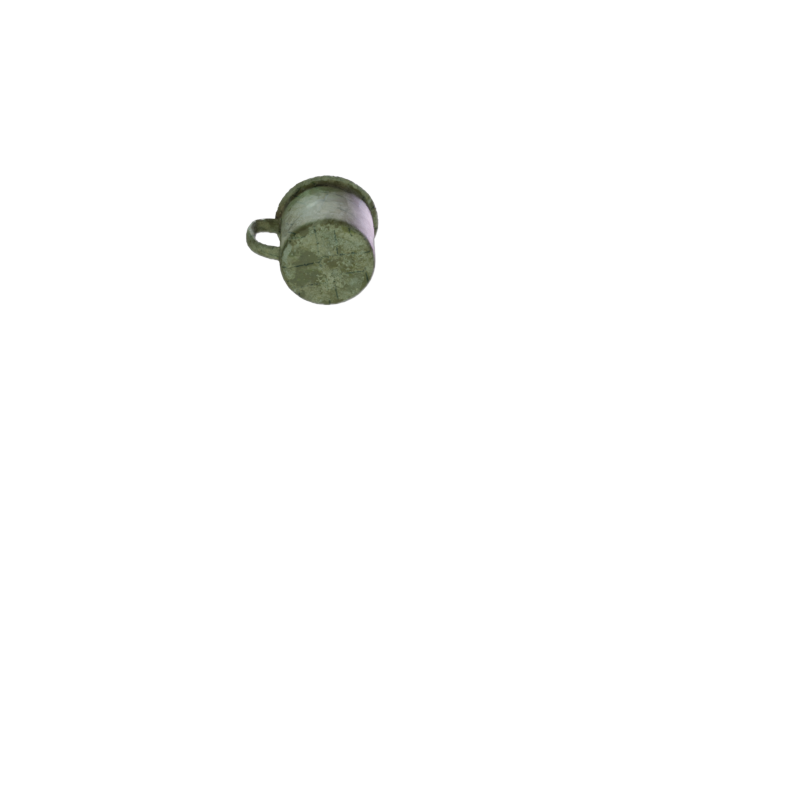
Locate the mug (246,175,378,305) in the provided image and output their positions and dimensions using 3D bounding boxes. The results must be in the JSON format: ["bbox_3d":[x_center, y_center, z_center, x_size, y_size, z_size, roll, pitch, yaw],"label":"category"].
[{"bbox_3d":[-0.075,-0.137,0.960,0.116,0.088,0.087,7,32,-6],"label":"mug"}]
